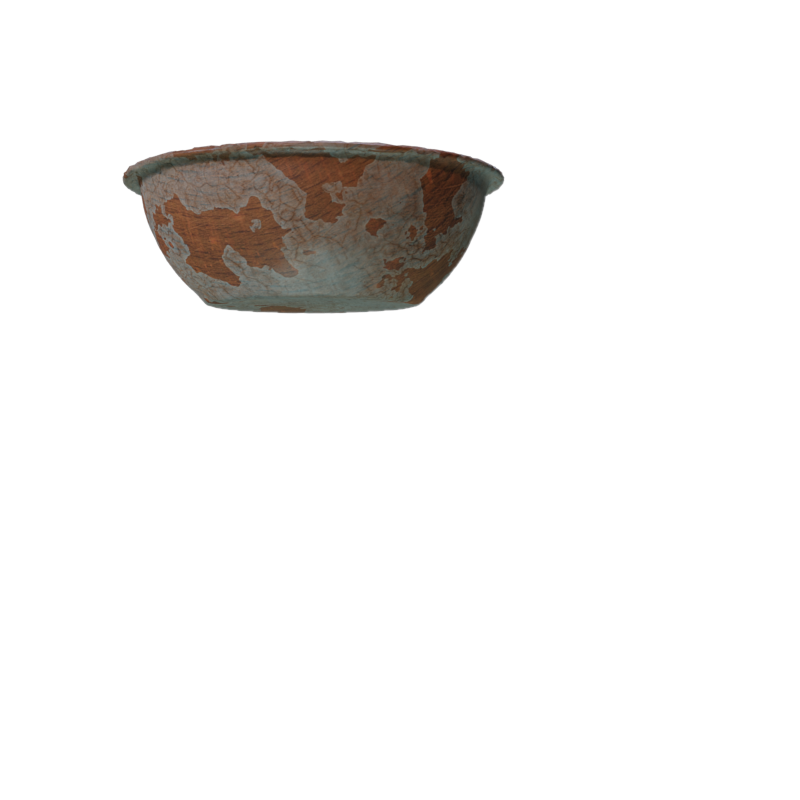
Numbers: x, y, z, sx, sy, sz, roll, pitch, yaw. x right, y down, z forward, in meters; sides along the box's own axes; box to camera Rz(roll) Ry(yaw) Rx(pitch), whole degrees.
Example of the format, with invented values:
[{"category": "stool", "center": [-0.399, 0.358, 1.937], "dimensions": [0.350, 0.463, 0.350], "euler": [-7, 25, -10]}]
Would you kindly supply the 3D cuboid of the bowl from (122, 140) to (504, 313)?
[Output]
[{"category": "bowl", "center": [-0.037, -0.067, 0.472], "dimensions": [0.162, 0.056, 0.161], "euler": [0, -1, -2]}]
